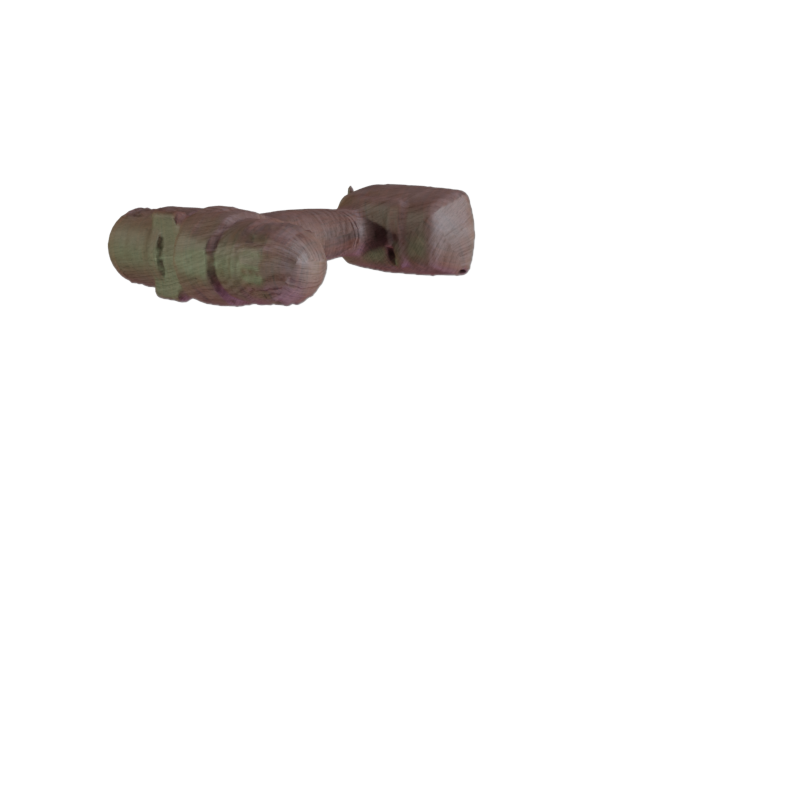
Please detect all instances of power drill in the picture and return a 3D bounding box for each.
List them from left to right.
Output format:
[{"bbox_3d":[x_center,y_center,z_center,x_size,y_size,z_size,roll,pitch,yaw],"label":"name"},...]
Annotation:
[{"bbox_3d":[-0.049,-0.090,0.631,0.182,0.056,0.194,-10,17,-37],"label":"power drill"}]
